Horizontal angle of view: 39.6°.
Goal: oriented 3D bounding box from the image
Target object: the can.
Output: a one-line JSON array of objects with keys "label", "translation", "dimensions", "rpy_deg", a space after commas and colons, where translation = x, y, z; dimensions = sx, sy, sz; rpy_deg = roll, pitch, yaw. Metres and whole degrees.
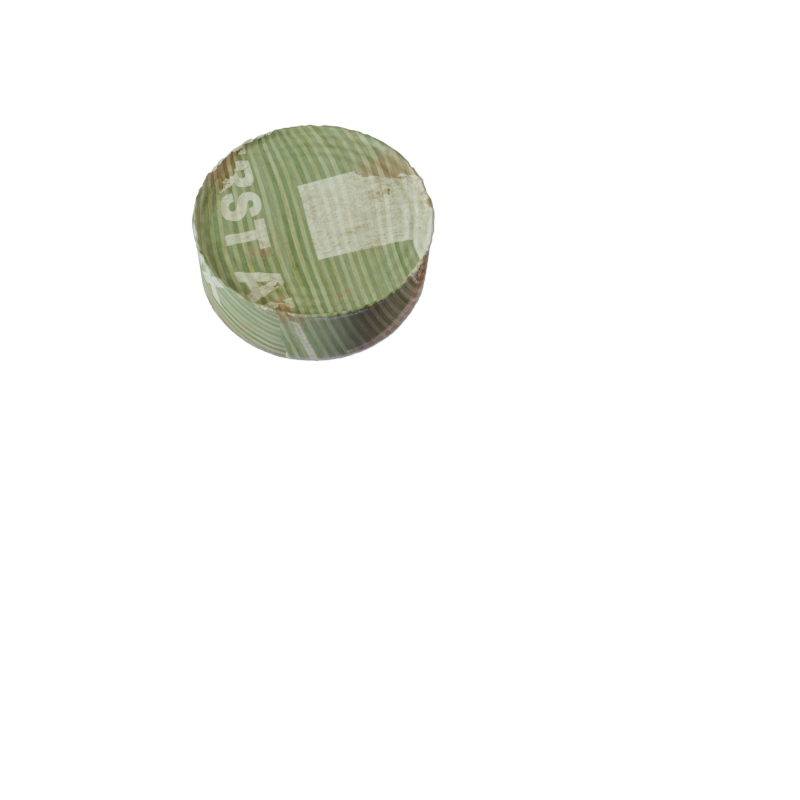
[{"label": "can", "translation": [-0.032, -0.058, 0.405], "dimensions": [0.086, 0.092, 0.031], "rpy_deg": [-1, -33, -1]}]
